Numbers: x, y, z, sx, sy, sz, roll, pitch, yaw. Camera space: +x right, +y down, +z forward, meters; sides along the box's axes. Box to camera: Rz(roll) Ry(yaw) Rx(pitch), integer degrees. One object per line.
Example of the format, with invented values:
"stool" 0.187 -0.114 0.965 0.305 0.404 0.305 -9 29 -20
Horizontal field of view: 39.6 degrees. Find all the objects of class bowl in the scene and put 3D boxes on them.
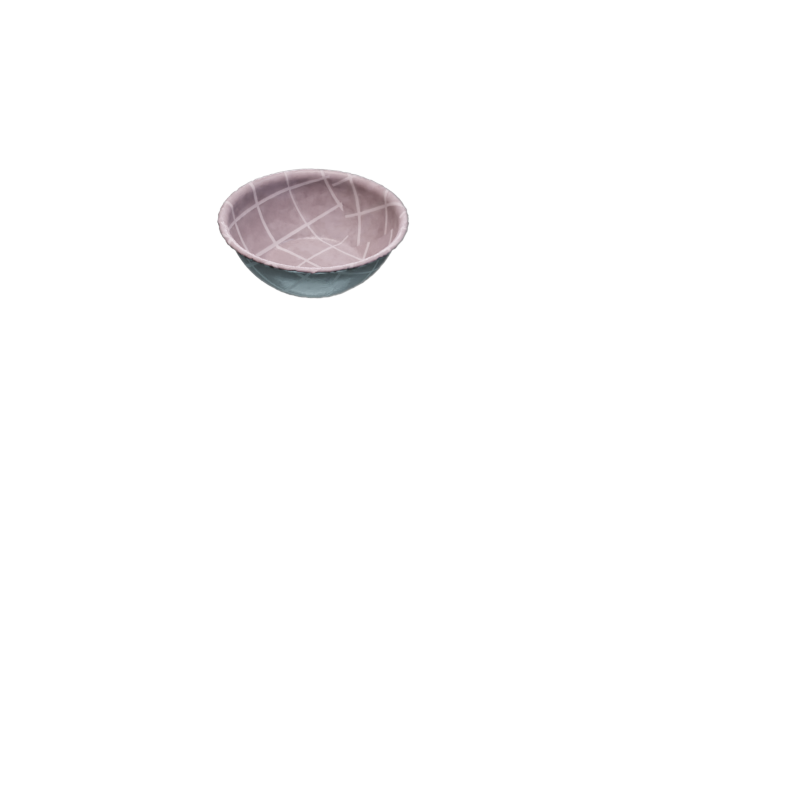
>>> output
"bowl" -0.074 -0.136 0.951 0.162 0.051 0.174 -1 39 -2
